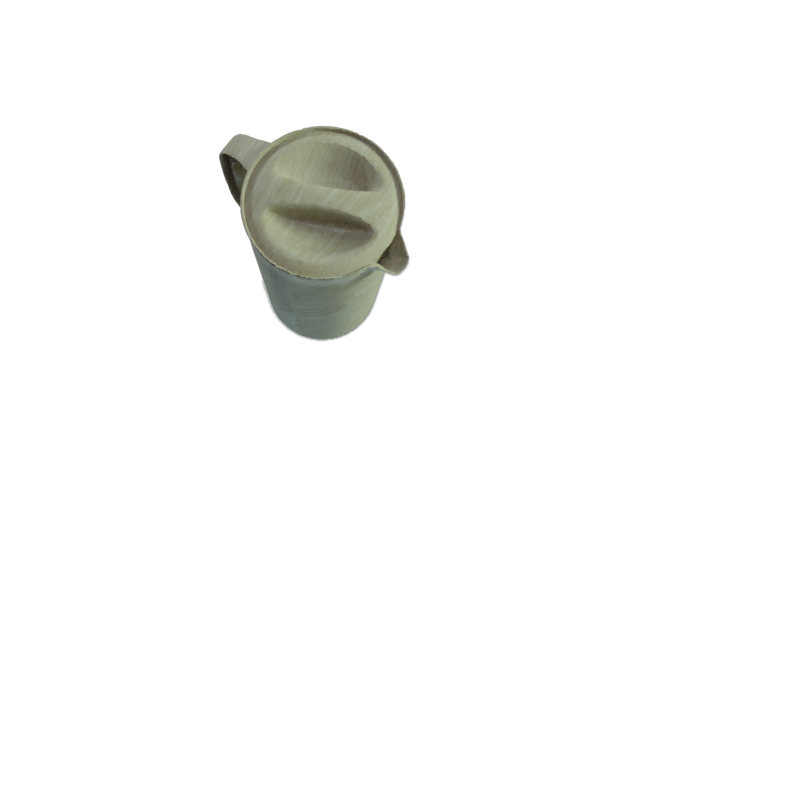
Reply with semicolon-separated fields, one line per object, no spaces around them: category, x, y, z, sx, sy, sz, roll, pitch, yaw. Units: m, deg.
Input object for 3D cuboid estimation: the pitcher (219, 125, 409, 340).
pitcher;-0.078;-0.142;0.995;0.144;0.156;0.234;-8;-14;-5
